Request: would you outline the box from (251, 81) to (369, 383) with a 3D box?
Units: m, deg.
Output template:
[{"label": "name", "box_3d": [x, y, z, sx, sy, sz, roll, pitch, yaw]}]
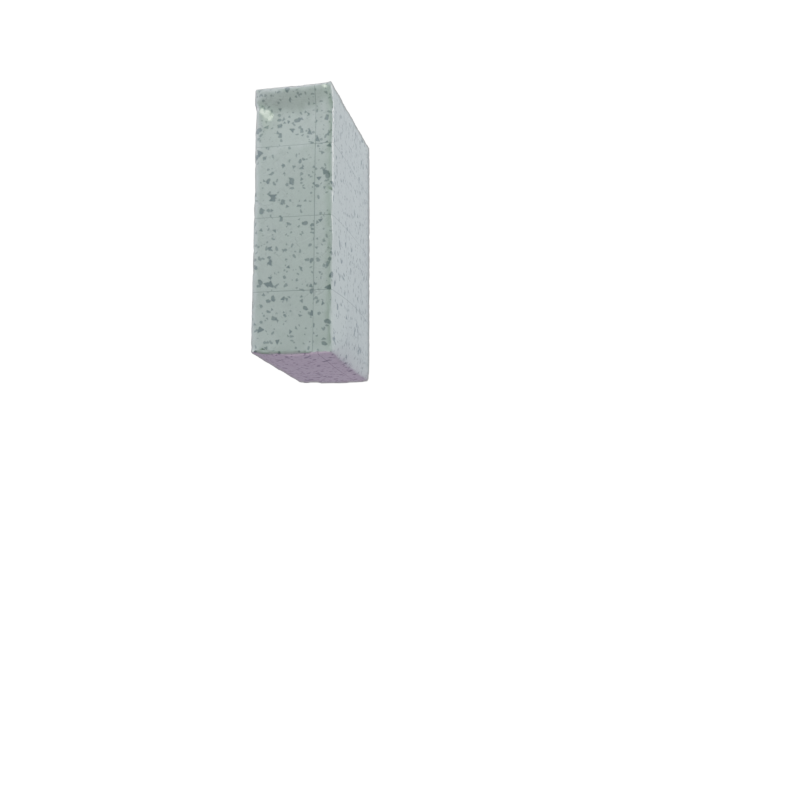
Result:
[{"label": "box", "box_3d": [-0.071, -0.129, 0.907, 0.073, 0.221, 0.157, -3, -12, 9]}]
